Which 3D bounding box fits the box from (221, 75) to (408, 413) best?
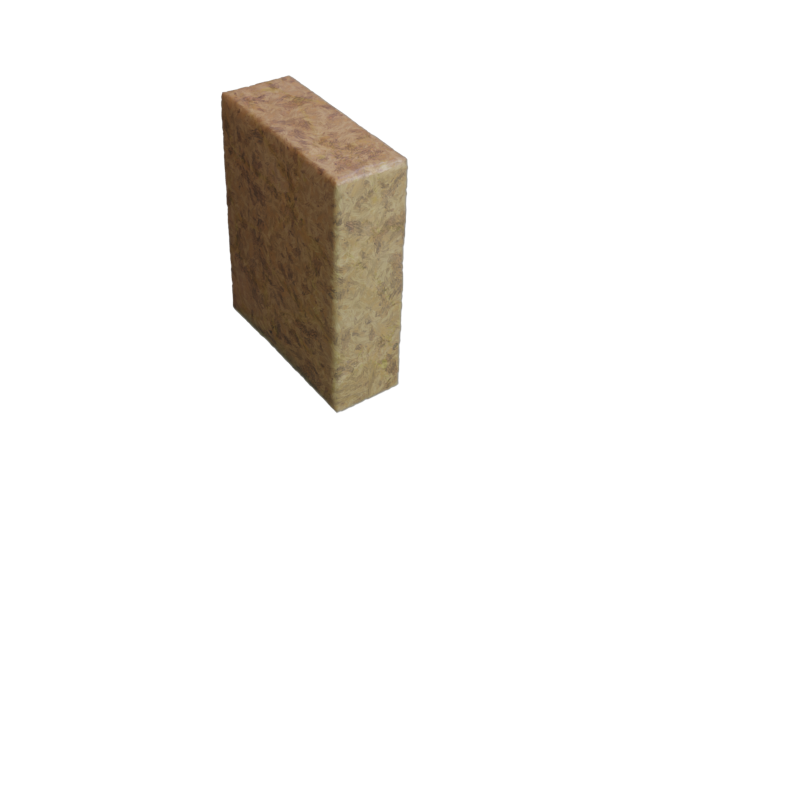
[{"bbox_3d":[-0.068,-0.124,0.871,0.071,0.200,0.177,-21,44,-28],"label":"box"}]
